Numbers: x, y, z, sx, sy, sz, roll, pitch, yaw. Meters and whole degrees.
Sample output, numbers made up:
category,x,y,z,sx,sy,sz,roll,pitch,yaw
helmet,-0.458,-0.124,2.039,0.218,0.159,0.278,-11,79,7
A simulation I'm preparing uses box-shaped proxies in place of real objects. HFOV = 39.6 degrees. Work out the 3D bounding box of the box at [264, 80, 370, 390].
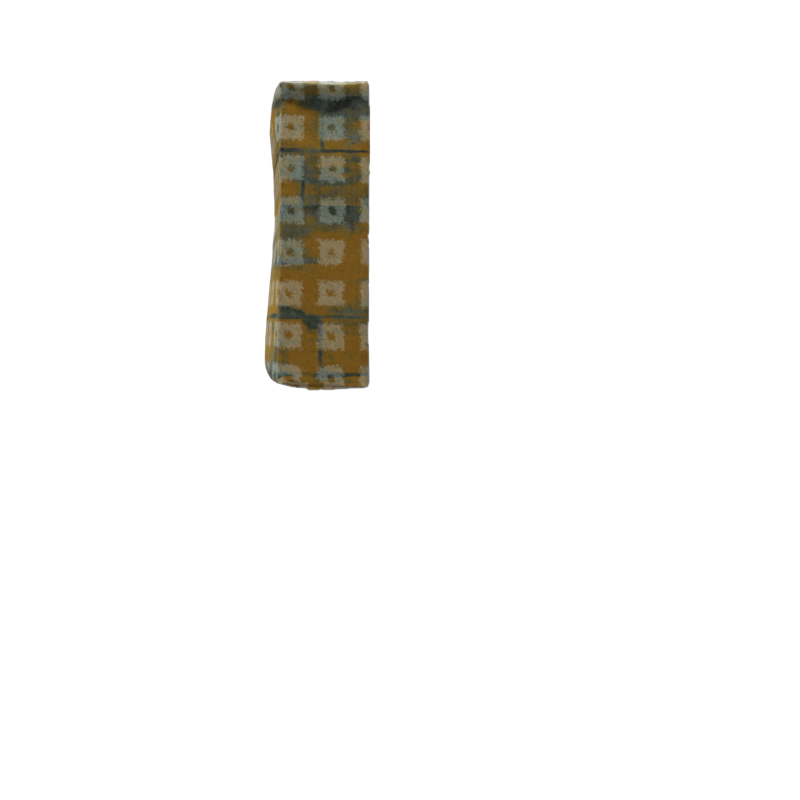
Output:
category,x,y,z,sx,sy,sz,roll,pitch,yaw
box,-0.065,-0.119,0.833,0.071,0.215,0.165,0,-1,-8
